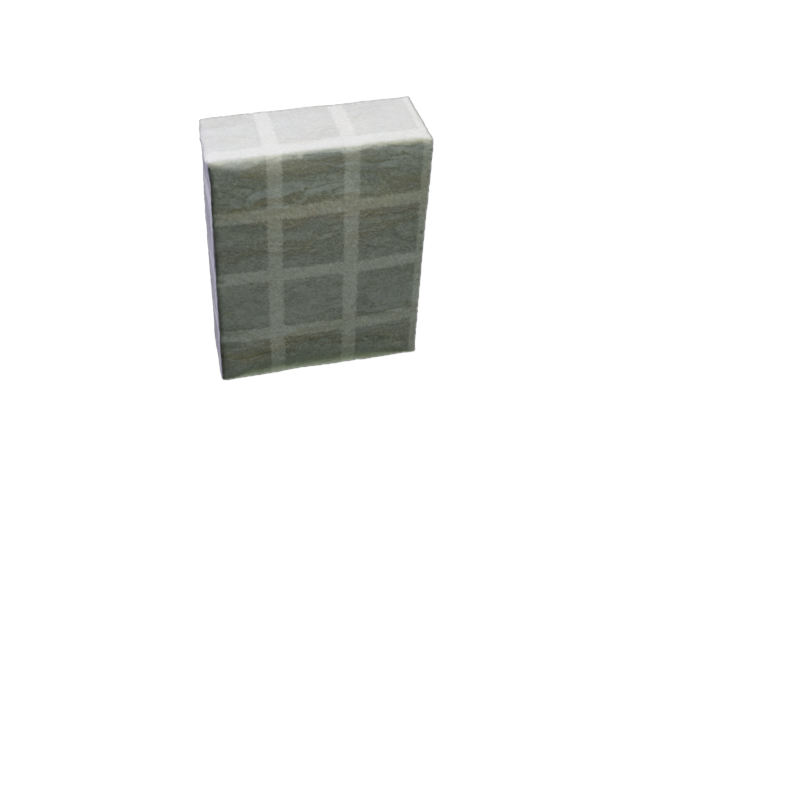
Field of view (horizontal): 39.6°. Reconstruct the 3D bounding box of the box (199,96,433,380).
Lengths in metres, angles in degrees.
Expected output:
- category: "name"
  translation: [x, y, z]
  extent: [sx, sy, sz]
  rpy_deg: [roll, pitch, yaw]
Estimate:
- category: "box"
  translation: [-0.067, -0.123, 0.861]
  extent: [0.162, 0.199, 0.078]
  rpy_deg: [-8, 43, -11]
